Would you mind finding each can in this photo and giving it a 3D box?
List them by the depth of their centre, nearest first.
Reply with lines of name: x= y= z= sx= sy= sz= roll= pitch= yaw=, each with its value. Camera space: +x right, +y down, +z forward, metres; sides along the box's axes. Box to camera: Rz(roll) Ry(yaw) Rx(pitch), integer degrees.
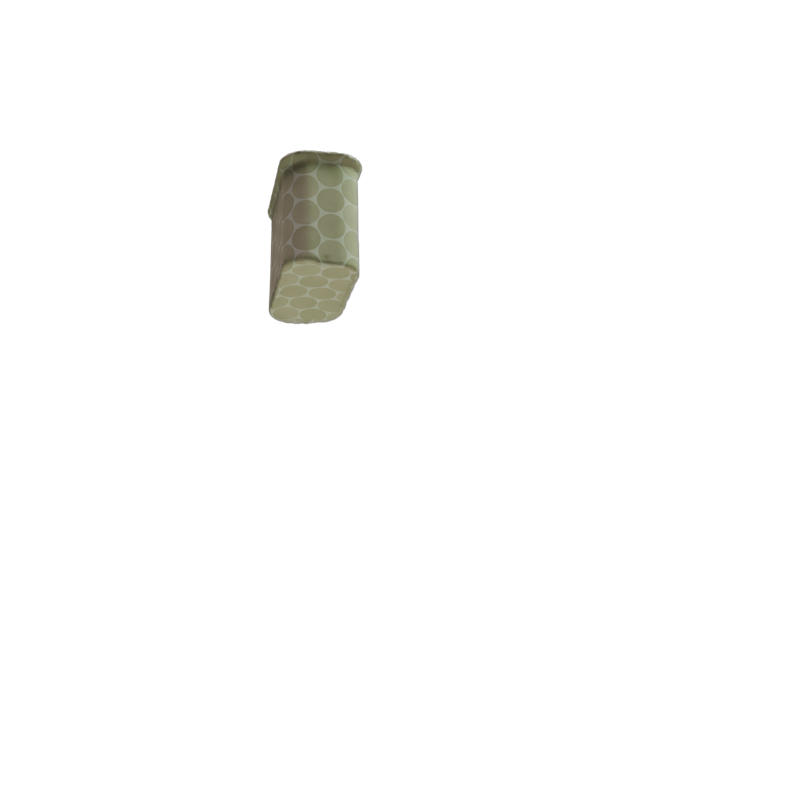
can: x=-0.060 y=-0.109 z=0.763 sx=0.057 sy=0.089 sz=0.098 roll=4 pitch=-24 yaw=-12
